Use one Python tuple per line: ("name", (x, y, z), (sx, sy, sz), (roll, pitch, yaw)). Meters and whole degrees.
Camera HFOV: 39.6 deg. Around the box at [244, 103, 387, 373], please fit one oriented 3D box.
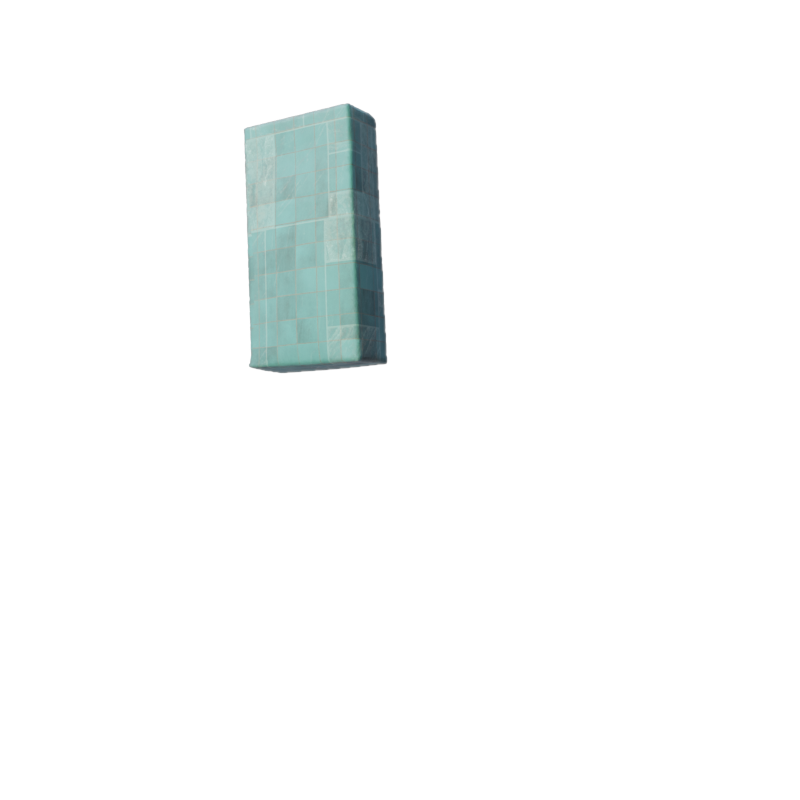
("box", (-0.060, -0.110, 0.774), (0.096, 0.182, 0.045), (-7, -14, 32))
